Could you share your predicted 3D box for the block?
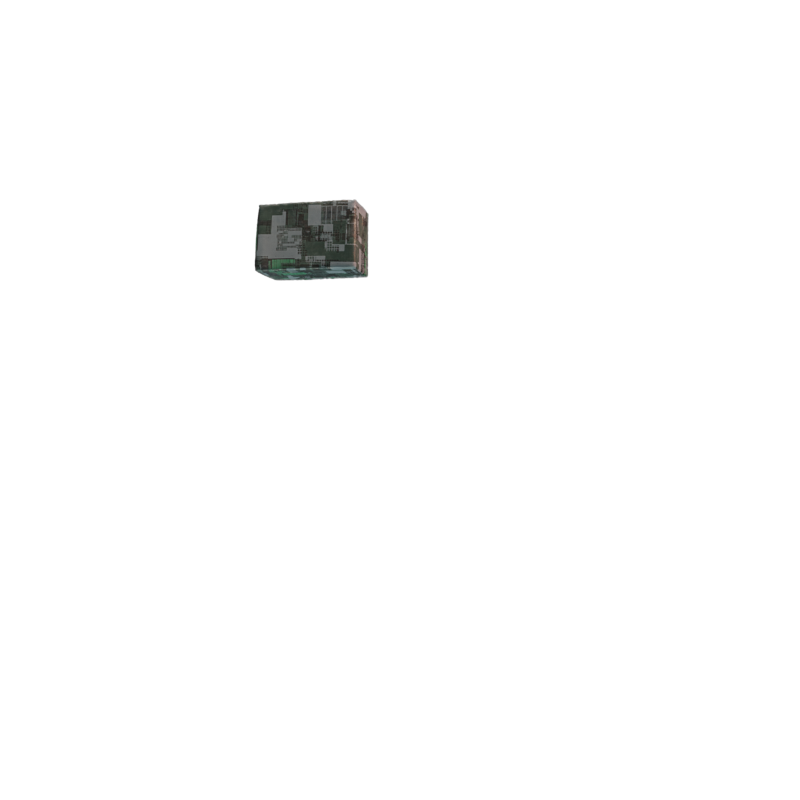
[{"bbox_3d":[-0.066,-0.121,0.845,0.079,0.052,0.051,-1,-7,12],"label":"block"}]
